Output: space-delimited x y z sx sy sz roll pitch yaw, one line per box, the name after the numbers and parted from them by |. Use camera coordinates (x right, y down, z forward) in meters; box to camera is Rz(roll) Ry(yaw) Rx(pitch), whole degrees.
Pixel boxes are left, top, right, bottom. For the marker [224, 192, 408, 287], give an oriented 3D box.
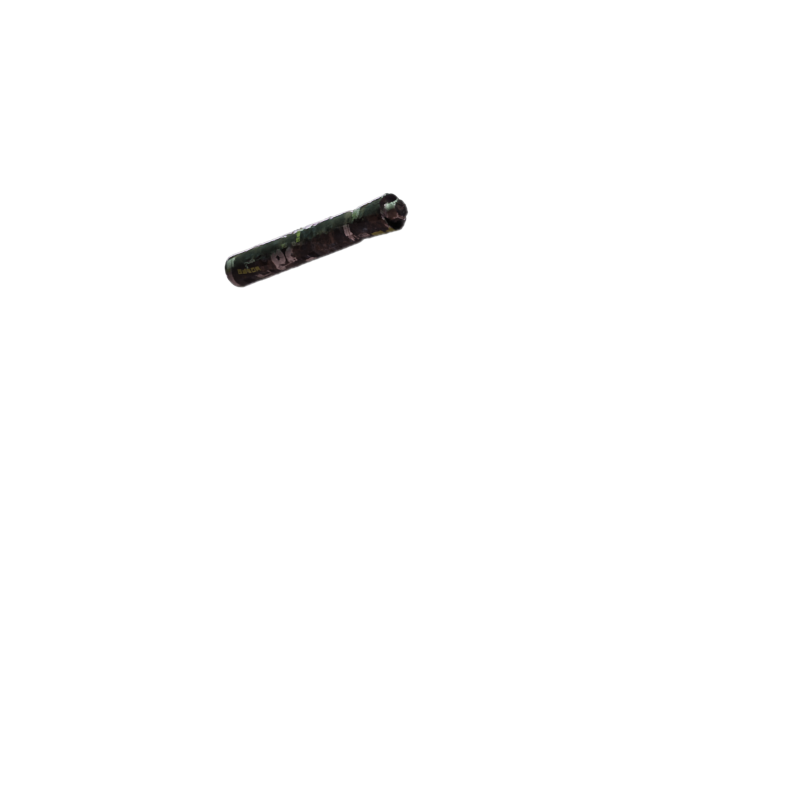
-0.044 -0.080 0.560 0.123 0.020 0.019 -13 -6 42 | marker
